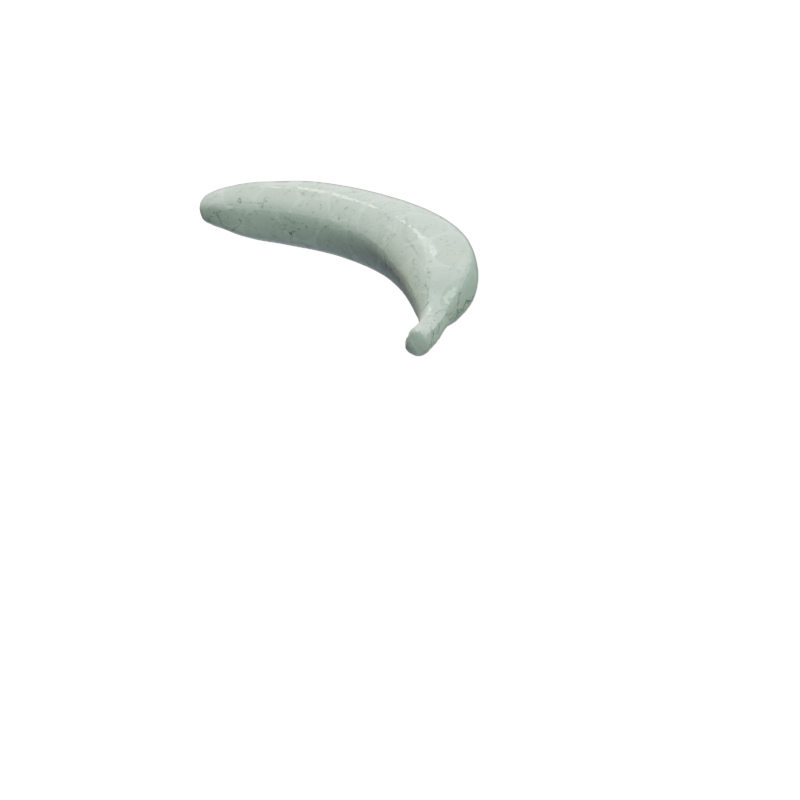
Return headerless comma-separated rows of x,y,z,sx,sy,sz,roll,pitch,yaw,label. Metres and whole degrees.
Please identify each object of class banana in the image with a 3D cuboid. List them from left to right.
-0.024,-0.078,0.530,0.068,0.035,0.212,-15,30,-30,banana
